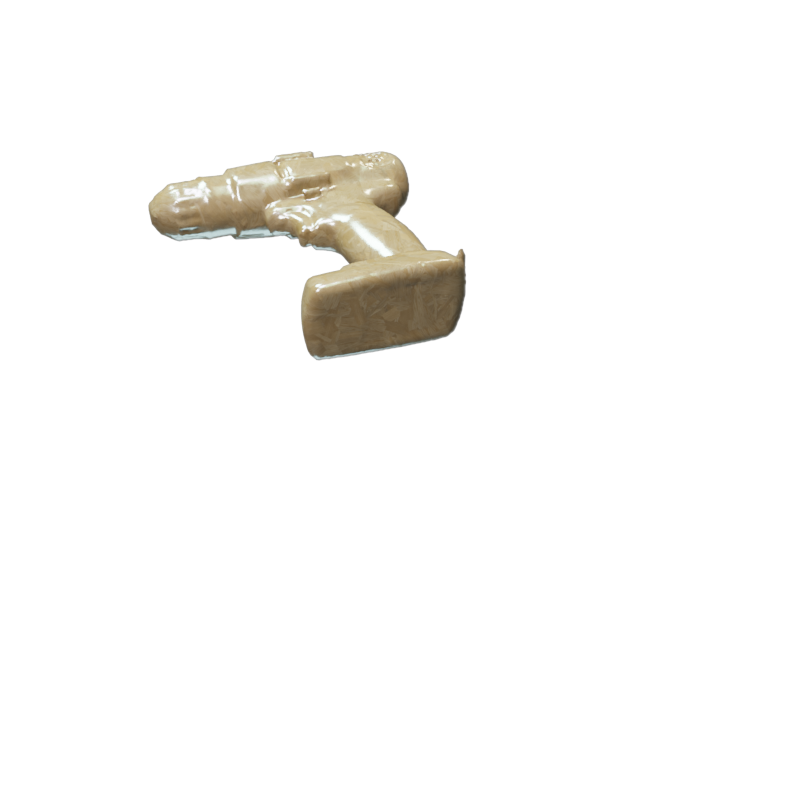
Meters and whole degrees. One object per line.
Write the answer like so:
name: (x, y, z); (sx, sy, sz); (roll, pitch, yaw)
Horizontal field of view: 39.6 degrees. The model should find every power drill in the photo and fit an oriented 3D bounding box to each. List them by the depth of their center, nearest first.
power drill: (-0.056, -0.102, 0.715); (0.182, 0.054, 0.203); (-13, 39, -17)
